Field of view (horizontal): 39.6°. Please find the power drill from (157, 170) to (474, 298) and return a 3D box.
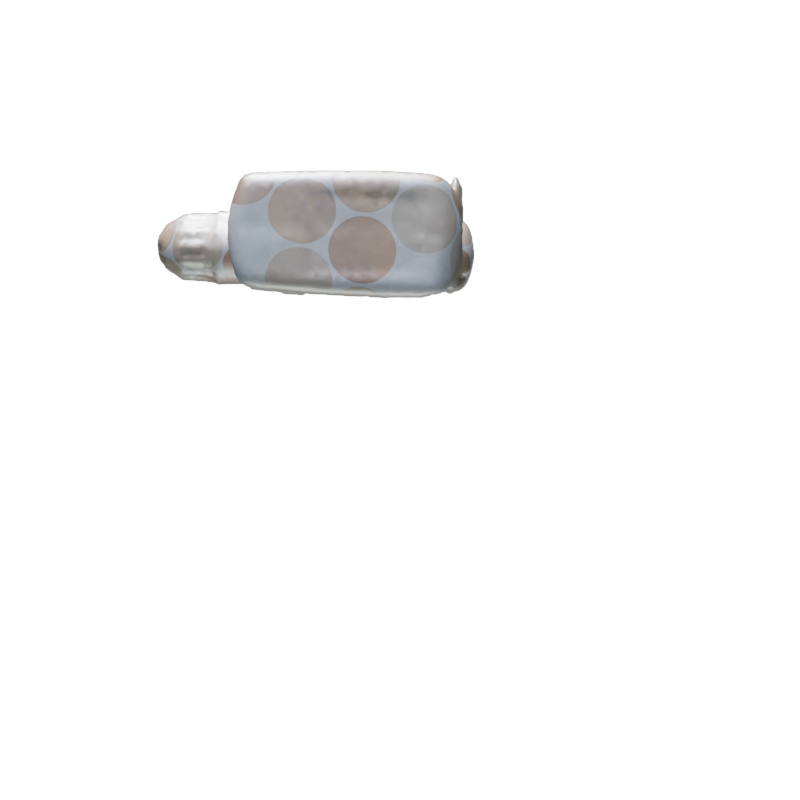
[{"bbox_3d":[-0.046,-0.083,0.583,0.184,0.057,0.189,0,5,-2],"label":"power drill"}]
